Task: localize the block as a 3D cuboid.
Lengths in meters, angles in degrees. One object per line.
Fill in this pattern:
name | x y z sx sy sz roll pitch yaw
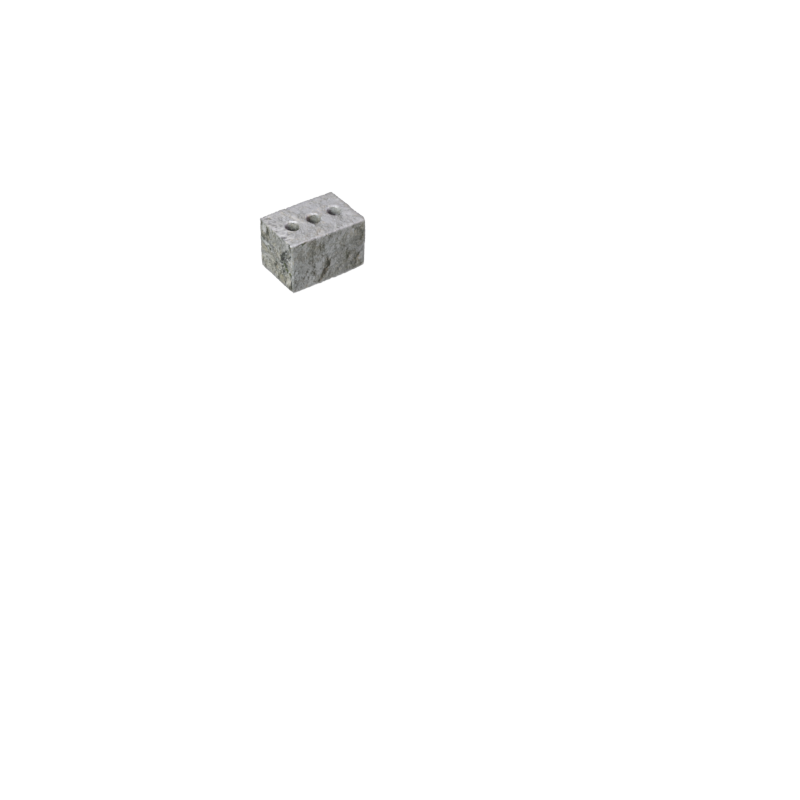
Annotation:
block | -0.076 -0.138 0.965 0.077 0.048 0.057 -25 47 -28
